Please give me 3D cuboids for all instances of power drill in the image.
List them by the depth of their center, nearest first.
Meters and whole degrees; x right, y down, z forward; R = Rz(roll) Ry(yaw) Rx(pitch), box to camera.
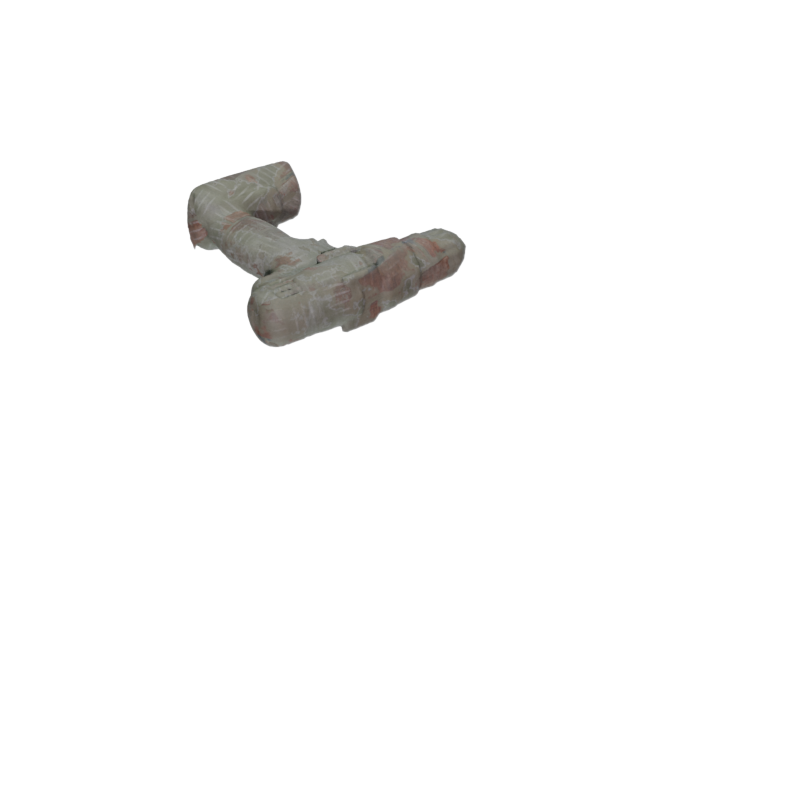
[{"bbox_3d":[-0.068,-0.124,0.871,0.182,0.054,0.202,-22,41,-28],"label":"power drill"}]
